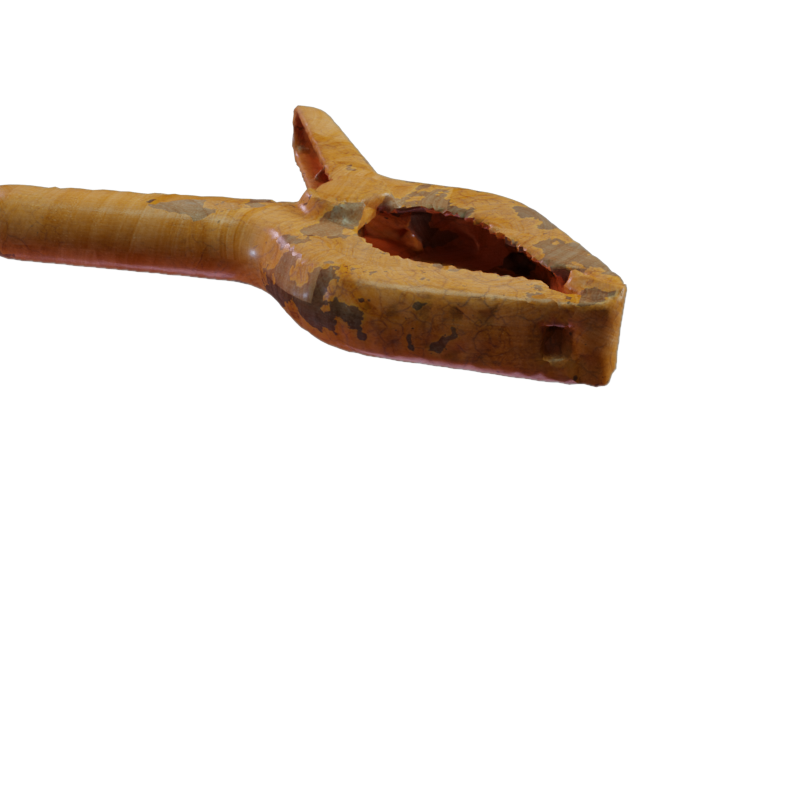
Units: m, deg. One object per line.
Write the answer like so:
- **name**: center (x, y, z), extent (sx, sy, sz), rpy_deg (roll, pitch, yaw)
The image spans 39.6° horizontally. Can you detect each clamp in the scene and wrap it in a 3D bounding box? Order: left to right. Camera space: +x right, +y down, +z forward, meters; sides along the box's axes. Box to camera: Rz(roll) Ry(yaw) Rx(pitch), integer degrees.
- **clamp**: center (-0.029, -0.052, 0.365), extent (0.163, 0.034, 0.225), rpy_deg (-23, 37, -34)
